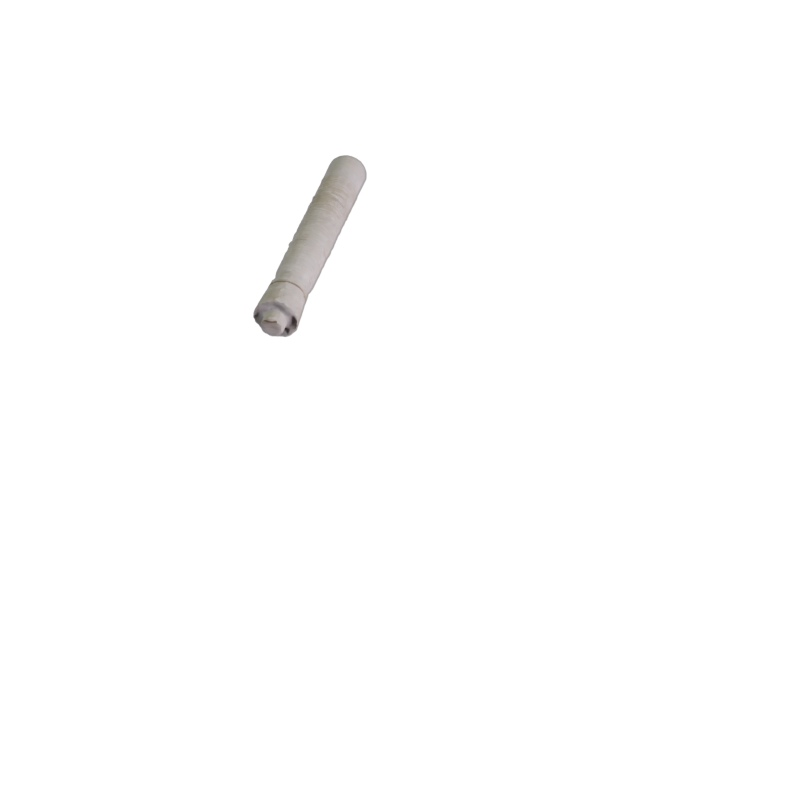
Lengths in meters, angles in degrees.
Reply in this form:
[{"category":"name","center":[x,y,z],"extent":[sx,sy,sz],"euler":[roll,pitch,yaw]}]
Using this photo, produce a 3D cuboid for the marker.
[{"category":"marker","center":[-0.038,-0.069,0.482],"extent":[0.020,0.018,0.127],"euler":[0,39,16]}]
